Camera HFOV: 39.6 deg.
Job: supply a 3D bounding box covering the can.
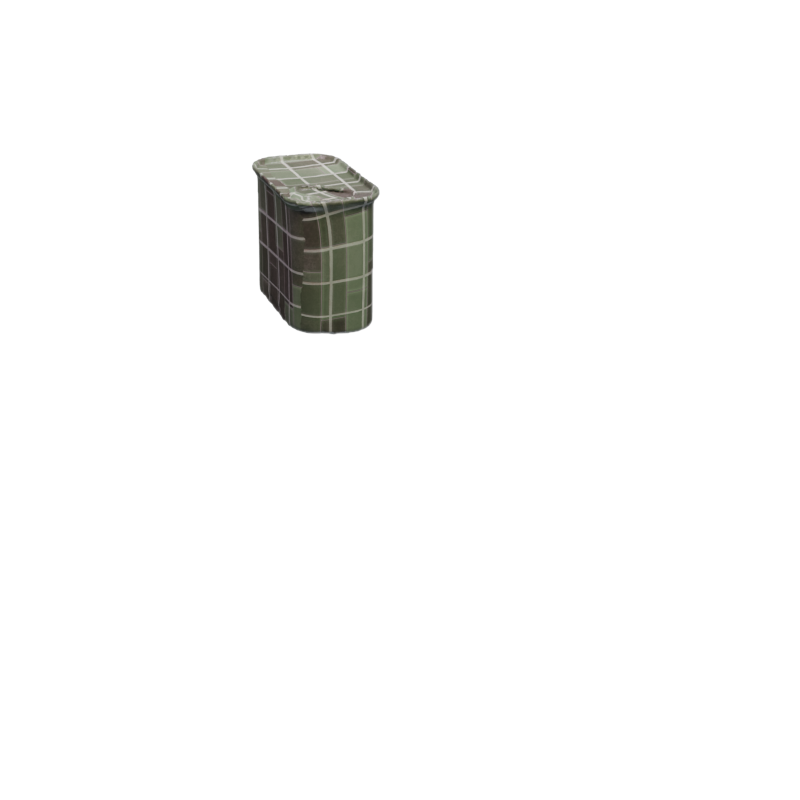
[{"bbox_3d":[-0.053,-0.096,0.674,0.056,0.080,0.109,-7,25,-20],"label":"can"}]
